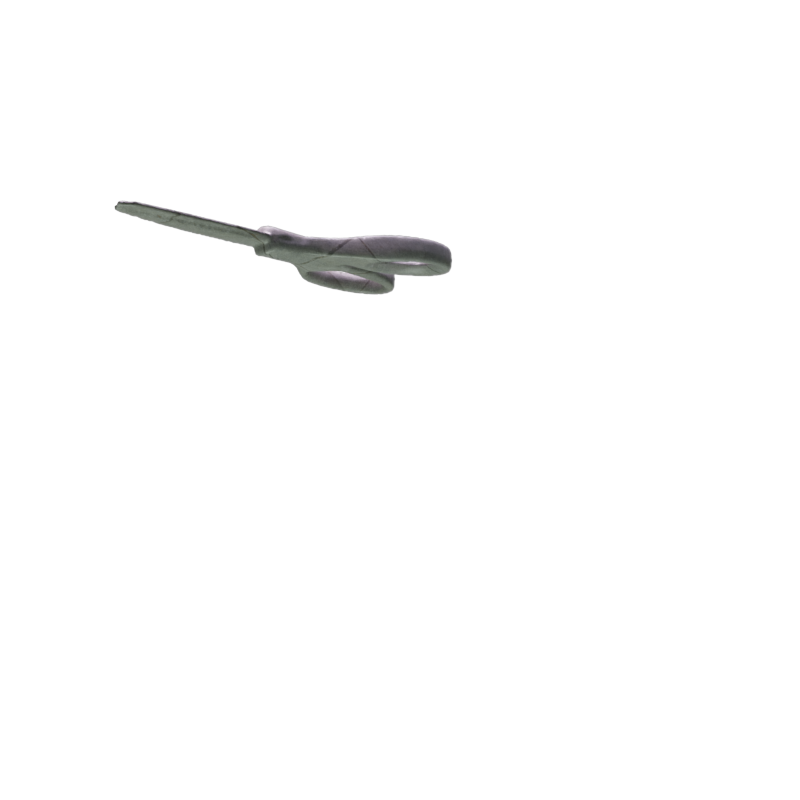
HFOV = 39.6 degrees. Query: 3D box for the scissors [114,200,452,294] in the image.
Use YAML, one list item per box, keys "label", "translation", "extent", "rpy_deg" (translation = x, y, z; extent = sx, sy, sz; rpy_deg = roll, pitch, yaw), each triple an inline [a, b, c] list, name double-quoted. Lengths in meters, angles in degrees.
- label: "scissors"
  translation: [-0.045, -0.082, 0.572]
  extent: [0.099, 0.016, 0.191]
  rpy_deg: [-4, -9, 28]
